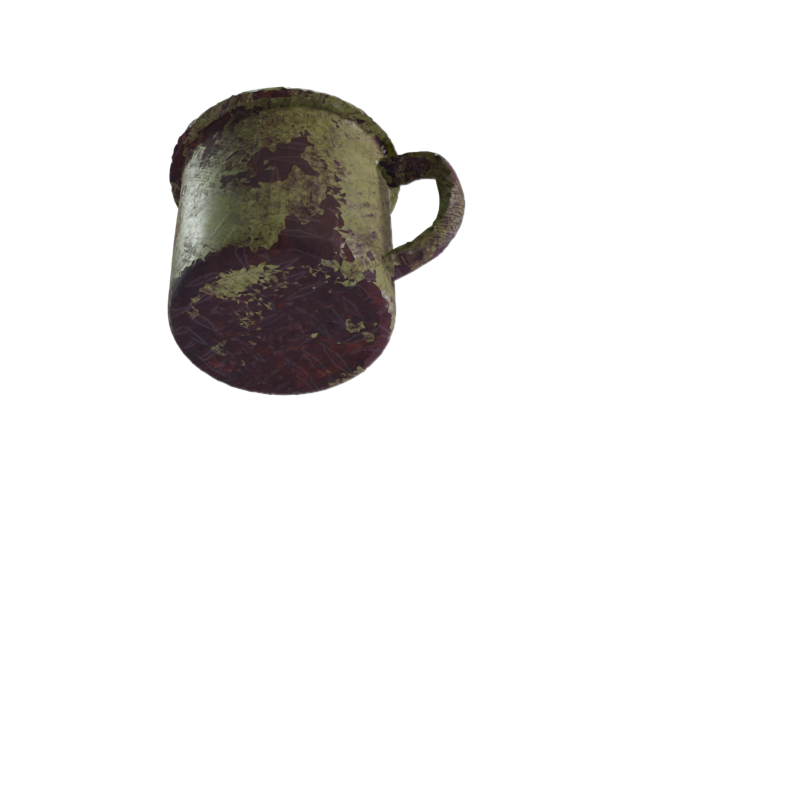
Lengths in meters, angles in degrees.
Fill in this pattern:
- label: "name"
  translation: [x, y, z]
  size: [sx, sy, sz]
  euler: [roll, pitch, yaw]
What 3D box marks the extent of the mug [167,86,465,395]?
- label: "mug"
  translation: [-0.032, -0.059, 0.414]
  size: [0.118, 0.087, 0.086]
  euler: [-13, -43, 13]
